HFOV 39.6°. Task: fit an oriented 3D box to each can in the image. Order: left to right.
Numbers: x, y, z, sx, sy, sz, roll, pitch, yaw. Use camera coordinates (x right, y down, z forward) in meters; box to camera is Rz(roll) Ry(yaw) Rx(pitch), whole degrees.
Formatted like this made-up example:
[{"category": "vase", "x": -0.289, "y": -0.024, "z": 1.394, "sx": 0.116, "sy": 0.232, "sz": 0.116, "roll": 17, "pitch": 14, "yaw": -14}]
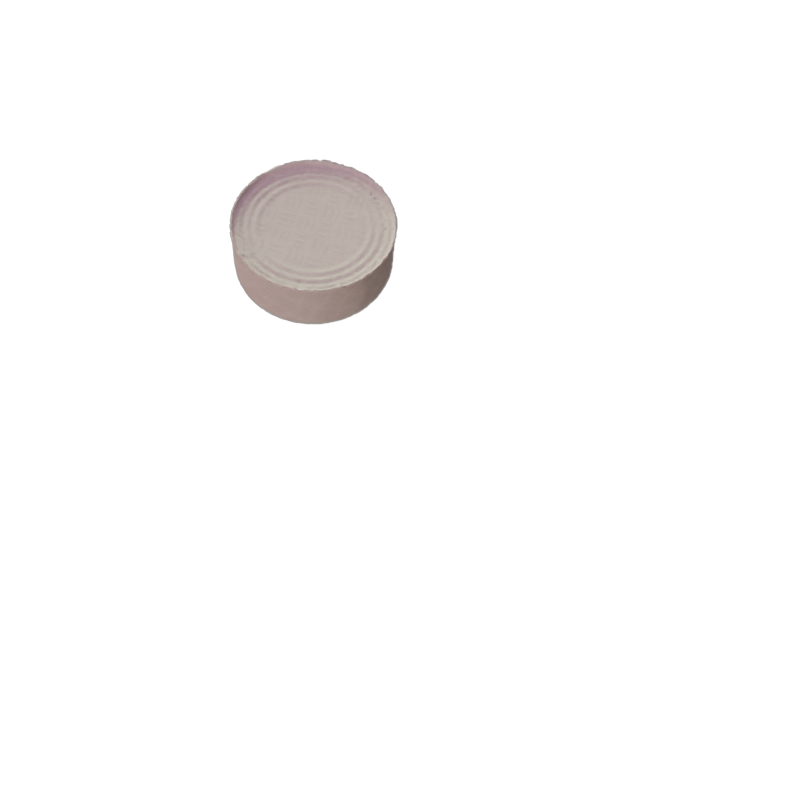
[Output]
[{"category": "can", "x": -0.045, "y": -0.082, "z": 0.577, "sx": 0.086, "sy": 0.092, "sz": 0.031, "roll": -1, "pitch": -34, "yaw": -1}]
